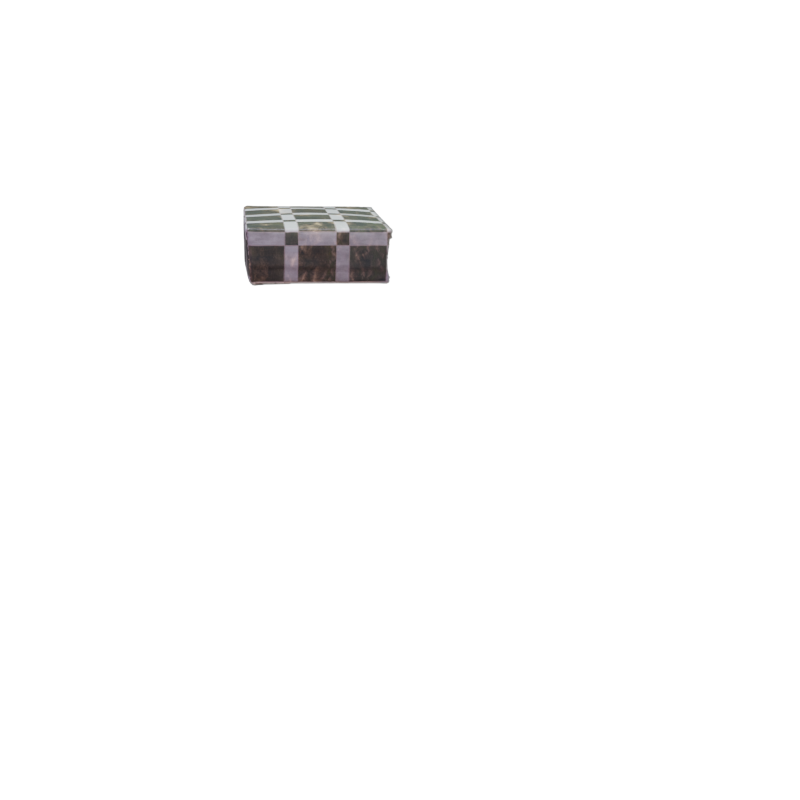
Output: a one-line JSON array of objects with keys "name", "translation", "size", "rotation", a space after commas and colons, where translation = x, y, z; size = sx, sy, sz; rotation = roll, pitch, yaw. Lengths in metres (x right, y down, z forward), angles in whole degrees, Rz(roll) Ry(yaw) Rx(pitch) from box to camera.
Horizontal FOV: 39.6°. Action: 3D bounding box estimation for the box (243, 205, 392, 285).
[{"name": "box", "translation": [-0.057, -0.103, 0.720], "size": [0.089, 0.038, 0.118], "rotation": [-2, 18, -6]}]
